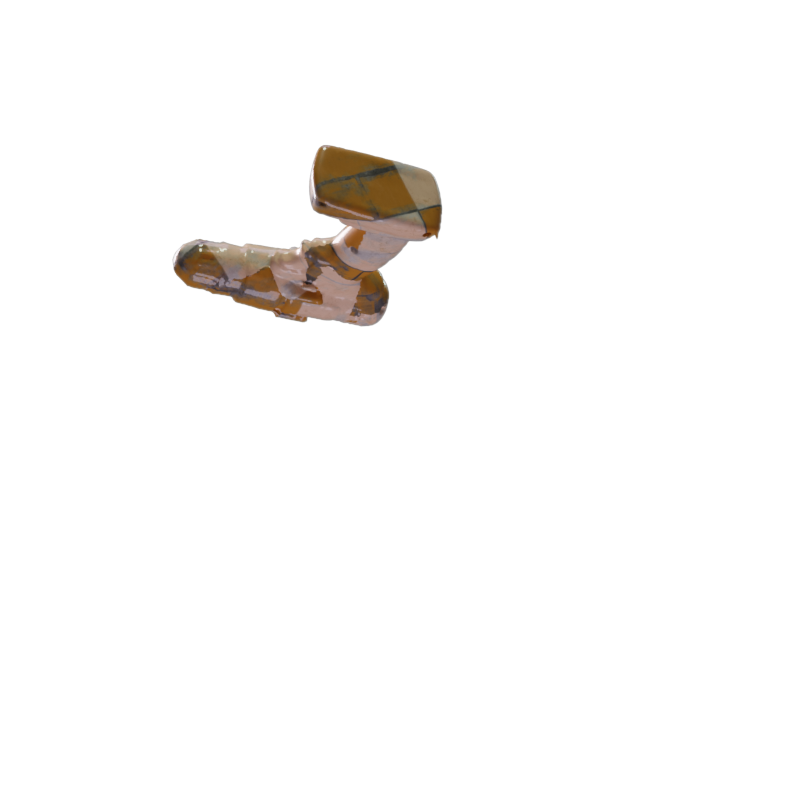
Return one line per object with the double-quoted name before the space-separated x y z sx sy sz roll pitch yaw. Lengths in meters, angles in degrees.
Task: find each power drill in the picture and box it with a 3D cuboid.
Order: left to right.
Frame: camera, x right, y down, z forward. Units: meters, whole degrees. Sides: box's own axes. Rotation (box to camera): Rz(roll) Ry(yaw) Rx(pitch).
"power drill" -0.067 -0.123 0.861 0.178 0.061 0.184 10 -25 -22
